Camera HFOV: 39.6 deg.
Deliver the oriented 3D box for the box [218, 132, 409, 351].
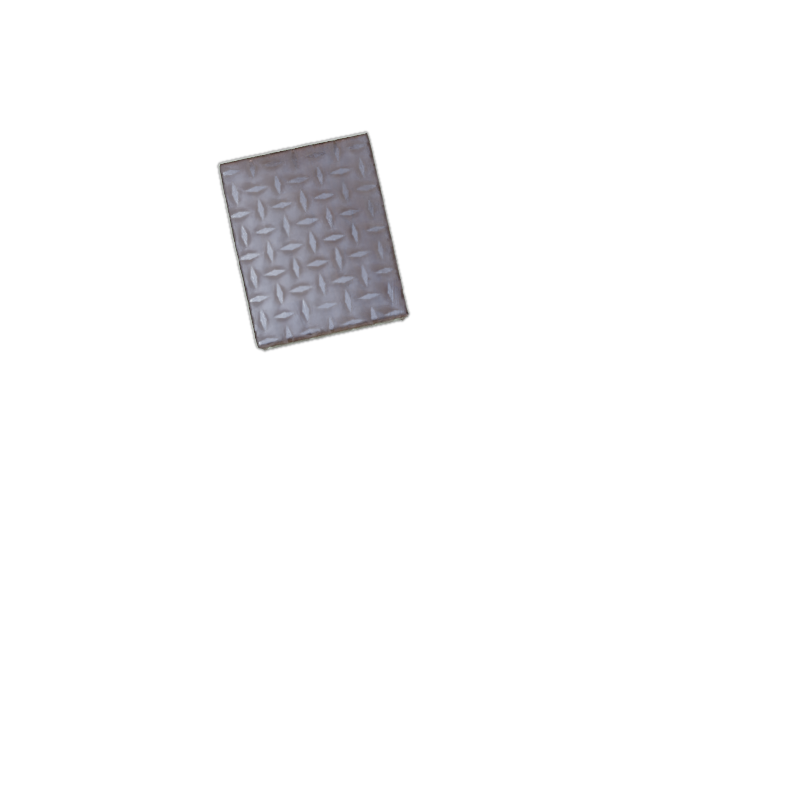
[{"bbox_3d":[-0.051,-0.093,0.650,0.090,0.115,0.038,-13,-5,-2],"label":"box"}]
